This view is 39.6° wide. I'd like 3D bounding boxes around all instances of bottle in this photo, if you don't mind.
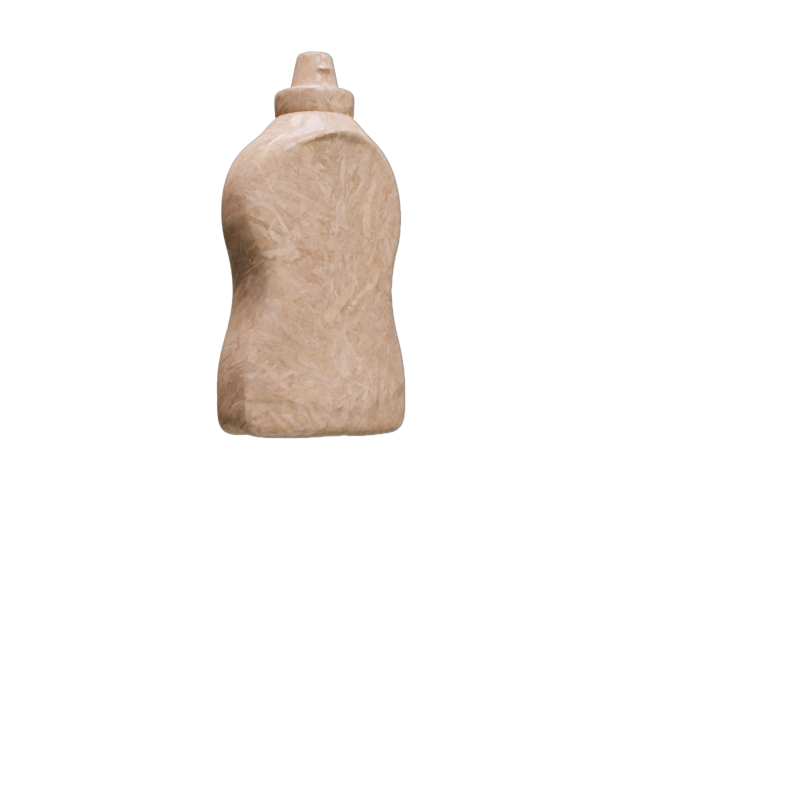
[{"bbox_3d":[-0.043,-0.080,0.557,0.092,0.195,0.060,3,-7,-33],"label":"bottle"}]
